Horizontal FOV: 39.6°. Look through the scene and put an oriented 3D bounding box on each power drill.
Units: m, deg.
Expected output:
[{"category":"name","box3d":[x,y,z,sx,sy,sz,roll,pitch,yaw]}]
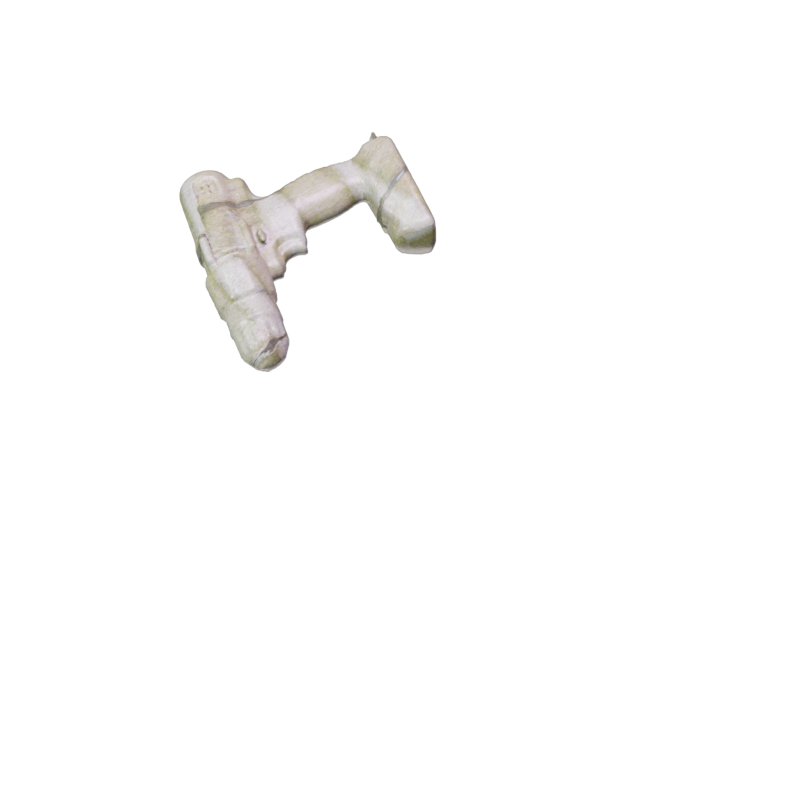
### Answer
[{"category":"power drill","box3d":[-0.070,-0.128,0.896,0.186,0.197,0.054,-19,-26,-10]}]
